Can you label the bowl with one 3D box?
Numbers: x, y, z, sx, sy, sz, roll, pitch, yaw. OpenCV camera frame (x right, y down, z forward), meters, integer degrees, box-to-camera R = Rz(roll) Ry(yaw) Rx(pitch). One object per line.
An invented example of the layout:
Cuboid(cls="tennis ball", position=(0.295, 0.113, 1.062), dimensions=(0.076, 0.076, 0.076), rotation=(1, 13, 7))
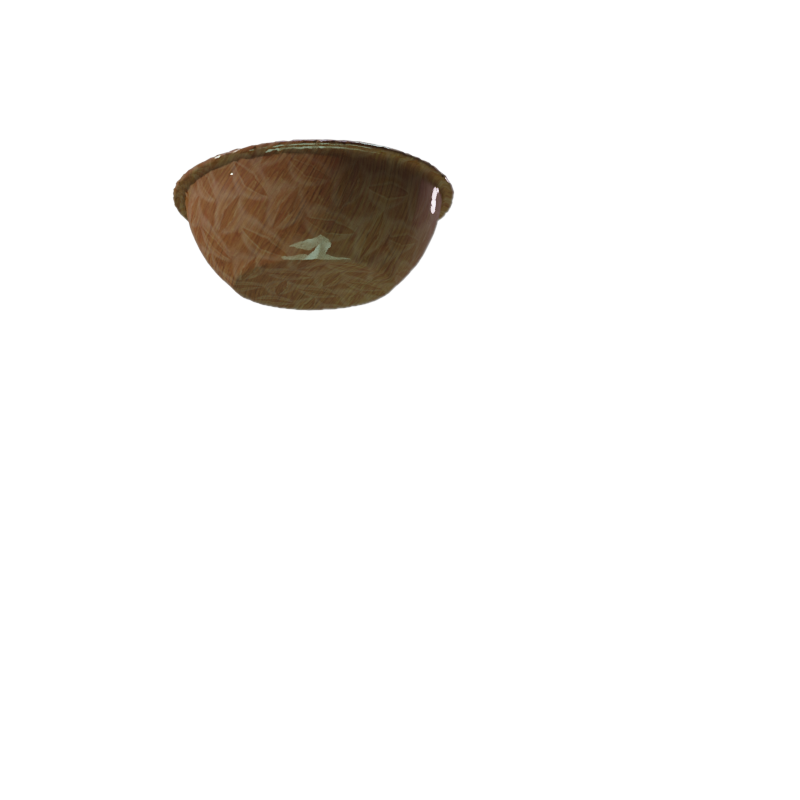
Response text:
Cuboid(cls="bowl", position=(-0.049, -0.090, 0.632), dimensions=(0.162, 0.057, 0.156), rotation=(0, -14, -2))
